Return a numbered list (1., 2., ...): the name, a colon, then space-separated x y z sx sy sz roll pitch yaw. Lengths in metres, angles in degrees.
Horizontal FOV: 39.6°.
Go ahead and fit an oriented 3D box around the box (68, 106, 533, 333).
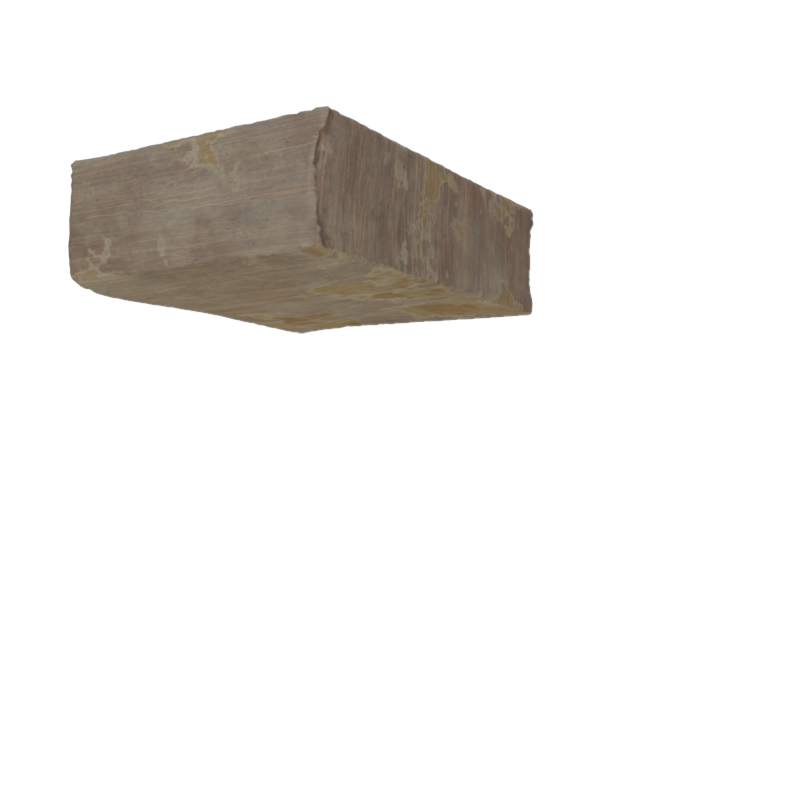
1. box: -0.025 -0.046 0.323 0.092 0.040 0.108 -4 -6 34
